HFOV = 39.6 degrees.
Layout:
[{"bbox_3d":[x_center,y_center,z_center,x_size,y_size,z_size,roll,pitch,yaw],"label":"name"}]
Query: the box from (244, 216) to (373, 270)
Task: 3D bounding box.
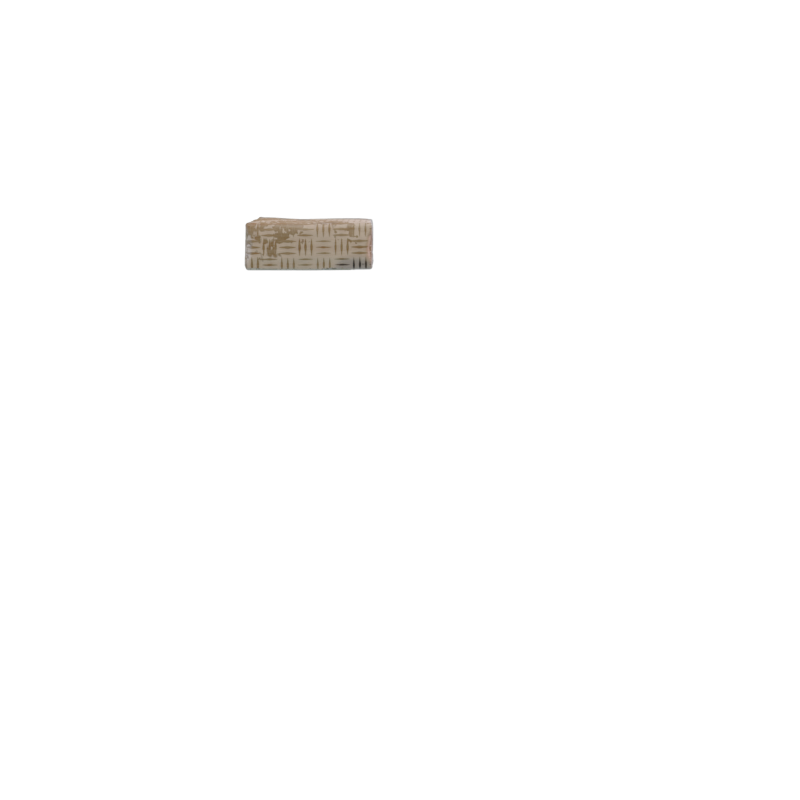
[{"bbox_3d":[-0.052,-0.096,0.670,0.073,0.030,0.090,0,10,1],"label":"box"}]
